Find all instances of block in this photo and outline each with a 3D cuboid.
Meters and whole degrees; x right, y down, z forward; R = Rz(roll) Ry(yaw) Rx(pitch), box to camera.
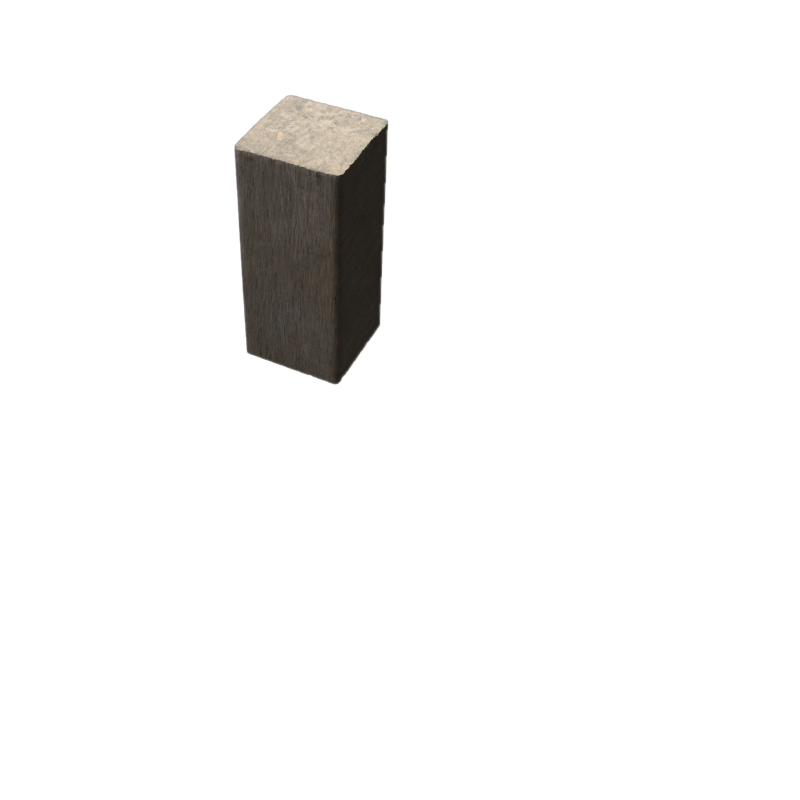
[{"bbox_3d":[-0.070,-0.127,0.889,0.094,0.192,0.093,19,43,17],"label":"block"}]
